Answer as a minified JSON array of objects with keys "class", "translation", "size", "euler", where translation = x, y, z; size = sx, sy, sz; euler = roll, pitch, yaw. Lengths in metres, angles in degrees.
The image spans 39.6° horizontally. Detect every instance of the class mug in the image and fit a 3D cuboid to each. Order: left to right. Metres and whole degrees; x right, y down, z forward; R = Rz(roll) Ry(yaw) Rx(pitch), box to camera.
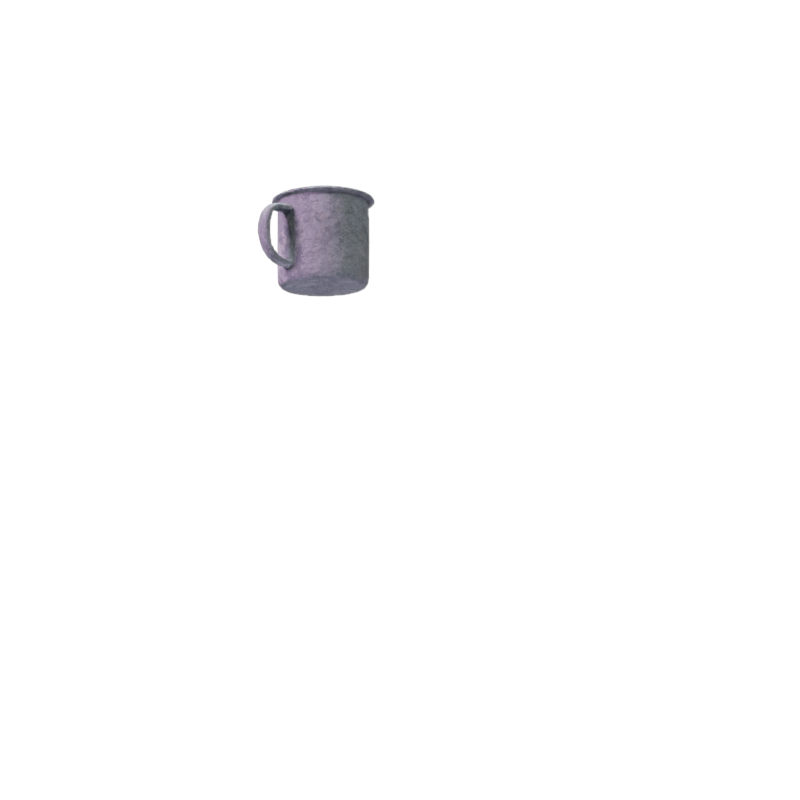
[{"class":"mug","translation":[-0.077,-0.141,0.988],"size":[0.111,0.084,0.095],"euler":[9,-14,-44]}]
